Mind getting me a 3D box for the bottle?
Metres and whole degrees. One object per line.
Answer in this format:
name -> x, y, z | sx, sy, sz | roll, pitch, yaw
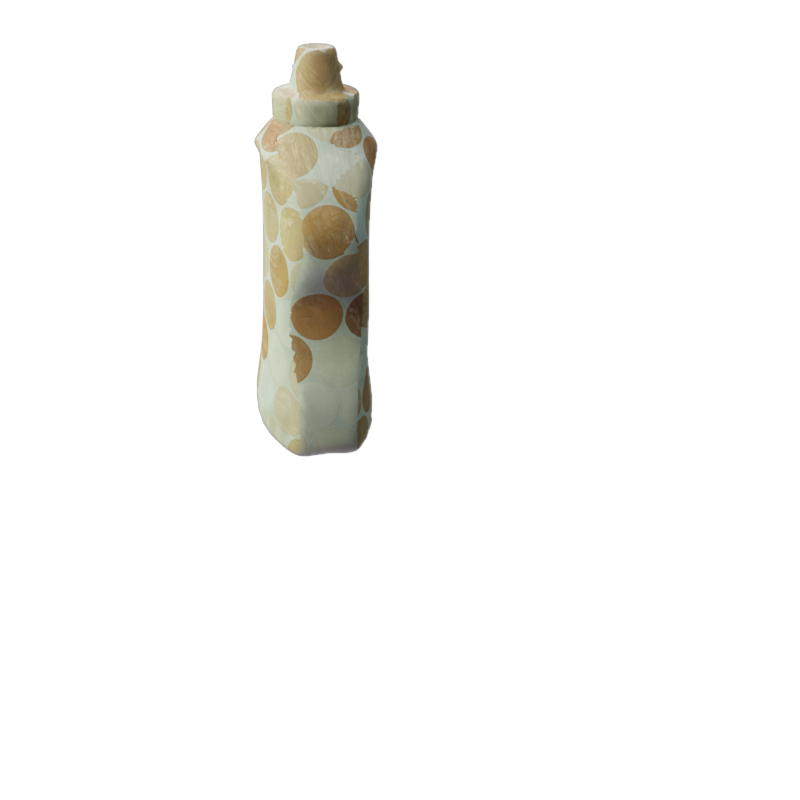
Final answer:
bottle -> -0.042, -0.077, 0.542 | 0.058, 0.183, 0.102 | -2, 23, -10
